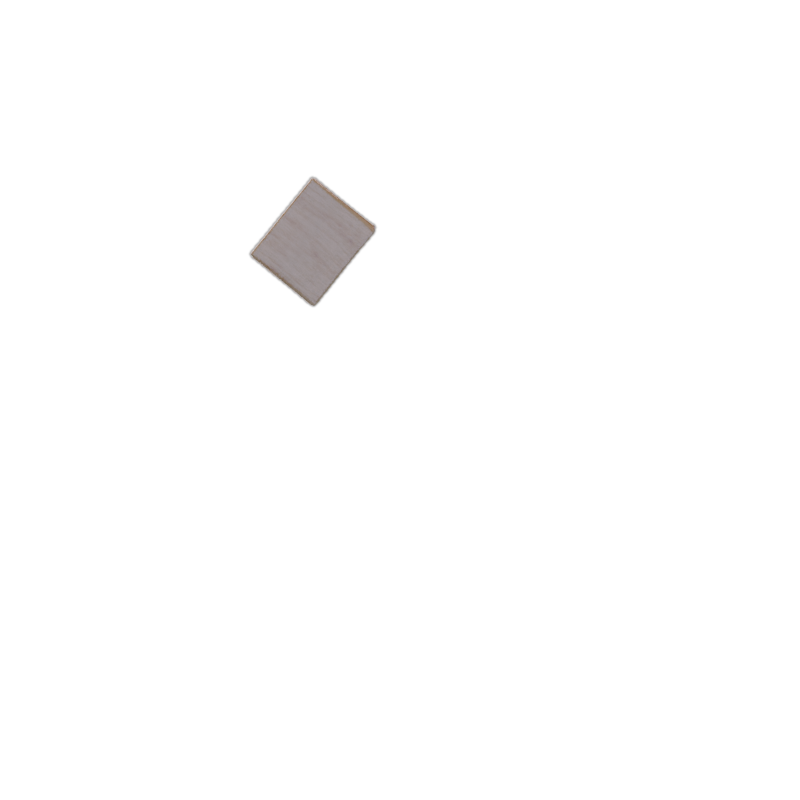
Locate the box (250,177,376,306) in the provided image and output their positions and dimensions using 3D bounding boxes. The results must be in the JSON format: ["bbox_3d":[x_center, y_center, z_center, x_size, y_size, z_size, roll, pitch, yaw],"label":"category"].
[{"bbox_3d":[-0.076,-0.139,0.972,0.073,0.089,0.030,39,1,-2],"label":"box"}]
